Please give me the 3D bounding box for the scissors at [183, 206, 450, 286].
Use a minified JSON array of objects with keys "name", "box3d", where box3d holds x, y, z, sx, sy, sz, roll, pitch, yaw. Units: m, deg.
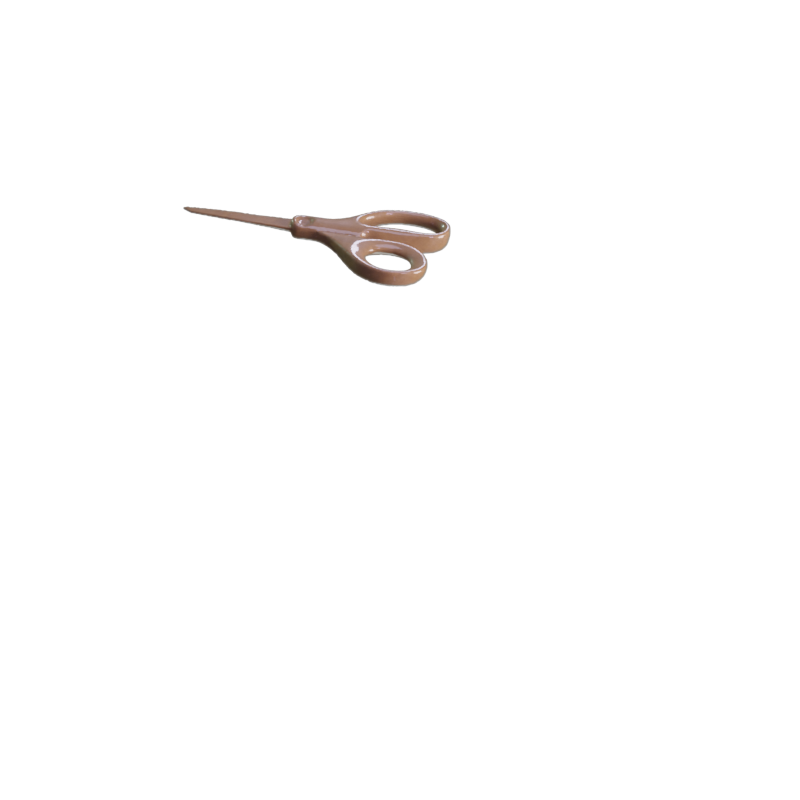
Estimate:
[{"name":"scissors","box3d":[-0.063,-0.116,0.810,0.202,0.015,0.103,1,37,1]}]
